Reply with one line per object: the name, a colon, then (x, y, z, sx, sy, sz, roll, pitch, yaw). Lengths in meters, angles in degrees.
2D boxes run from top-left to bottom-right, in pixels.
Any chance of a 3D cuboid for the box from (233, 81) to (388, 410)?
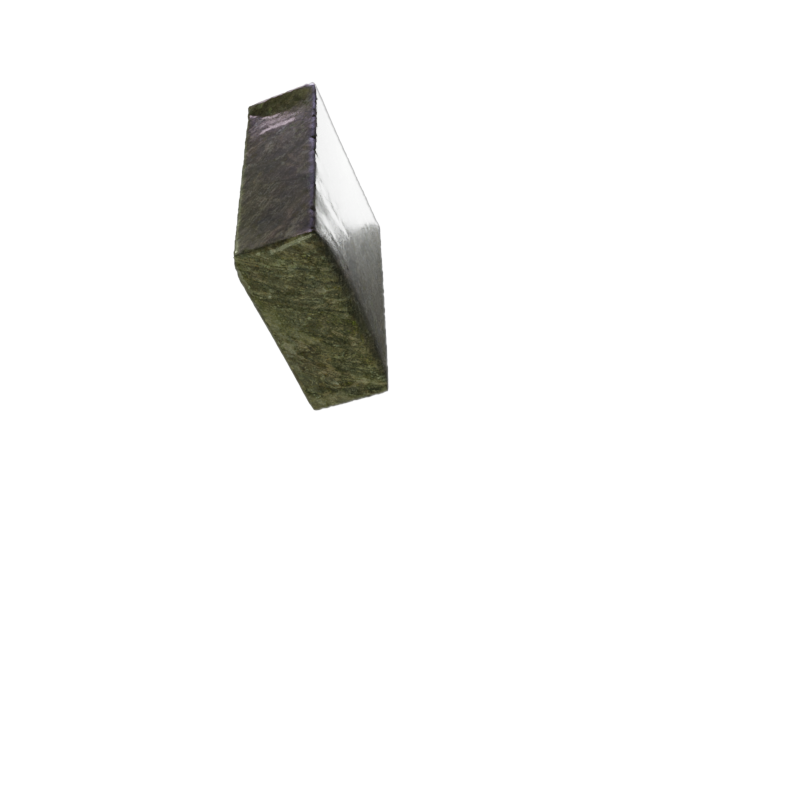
box: (-0.069, -0.127, 0.887, 0.072, 0.152, 0.229, -17, 40, 11)
